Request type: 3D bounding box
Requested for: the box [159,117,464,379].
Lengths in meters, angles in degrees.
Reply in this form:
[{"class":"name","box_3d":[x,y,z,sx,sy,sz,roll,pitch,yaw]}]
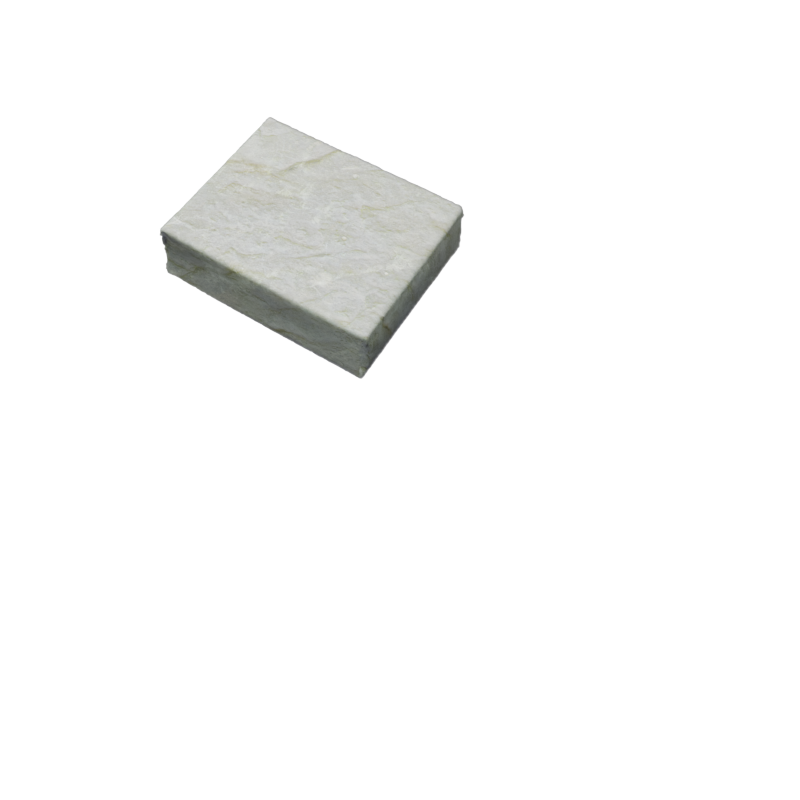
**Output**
[{"class":"box","box_3d":[-0.041,-0.074,0.519,0.118,0.092,0.036,26,-34,19]}]
